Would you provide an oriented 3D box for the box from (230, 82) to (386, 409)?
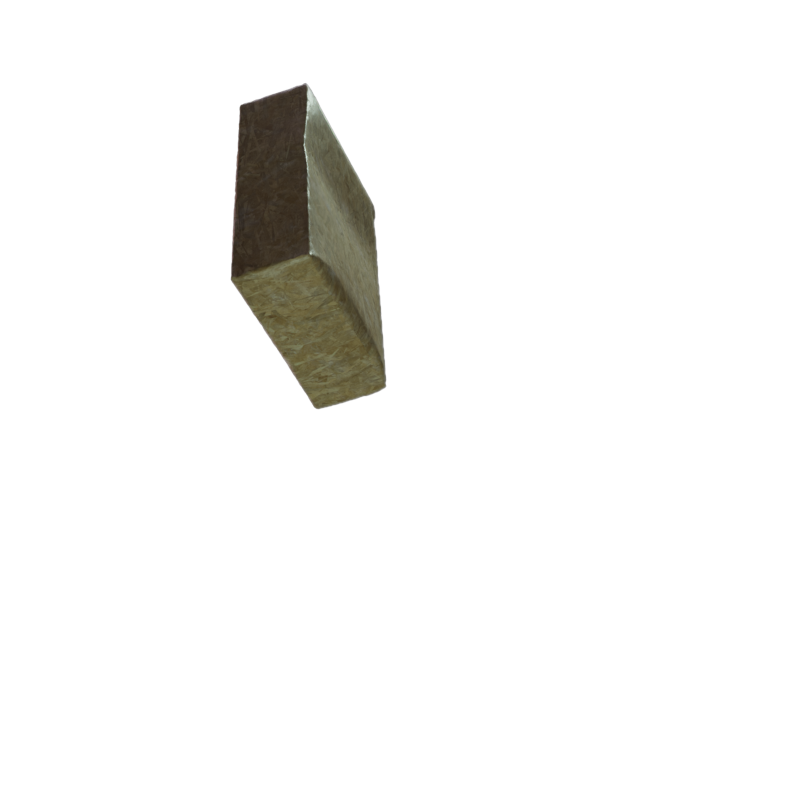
[{"bbox_3d":[-0.071,-0.129,0.902,0.072,0.230,0.151,-17,-45,14],"label":"box"}]
